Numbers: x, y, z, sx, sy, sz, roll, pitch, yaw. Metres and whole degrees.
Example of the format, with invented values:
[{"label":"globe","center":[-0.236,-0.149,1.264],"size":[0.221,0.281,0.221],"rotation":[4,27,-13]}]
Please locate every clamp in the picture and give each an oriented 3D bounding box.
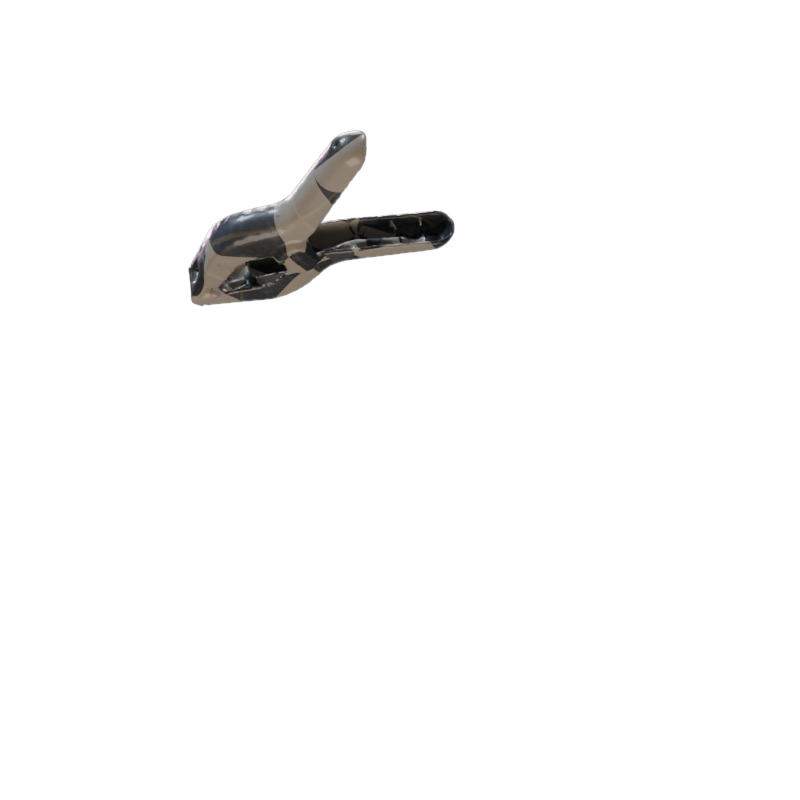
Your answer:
[{"label":"clamp","center":[-0.054,-0.099,0.693],"size":[0.172,0.042,0.112],"rotation":[-24,-40,33]}]
